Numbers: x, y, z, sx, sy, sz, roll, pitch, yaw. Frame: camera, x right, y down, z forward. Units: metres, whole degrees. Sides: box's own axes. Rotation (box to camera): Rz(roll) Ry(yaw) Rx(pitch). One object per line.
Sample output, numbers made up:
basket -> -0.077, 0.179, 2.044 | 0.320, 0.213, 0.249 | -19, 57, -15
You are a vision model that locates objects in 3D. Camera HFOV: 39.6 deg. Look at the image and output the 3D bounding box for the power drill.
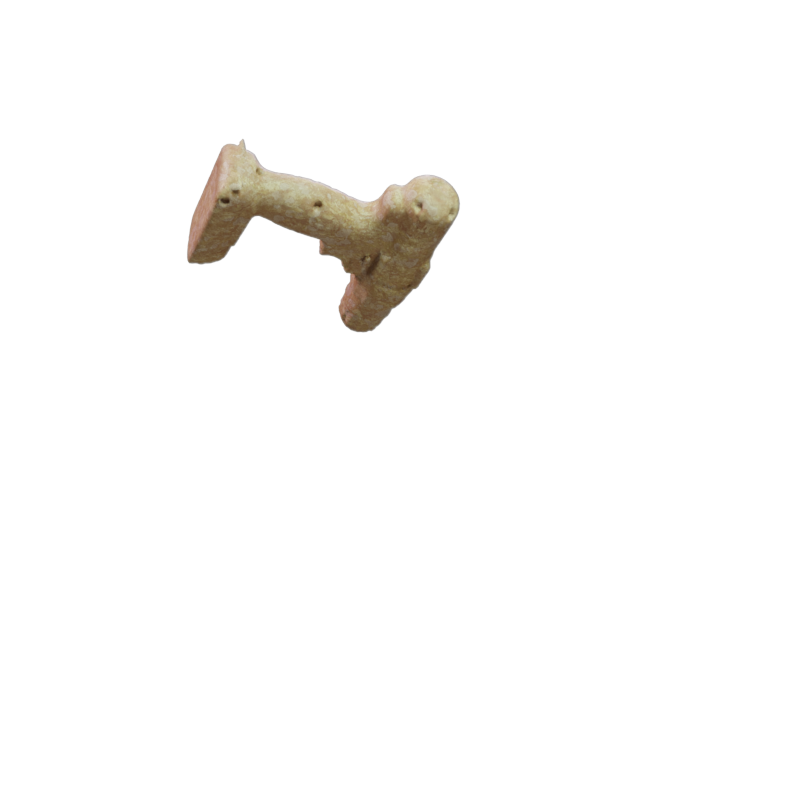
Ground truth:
power drill -> -0.068, -0.125, 0.873 | 0.183, 0.061, 0.177 | 12, -37, -17
